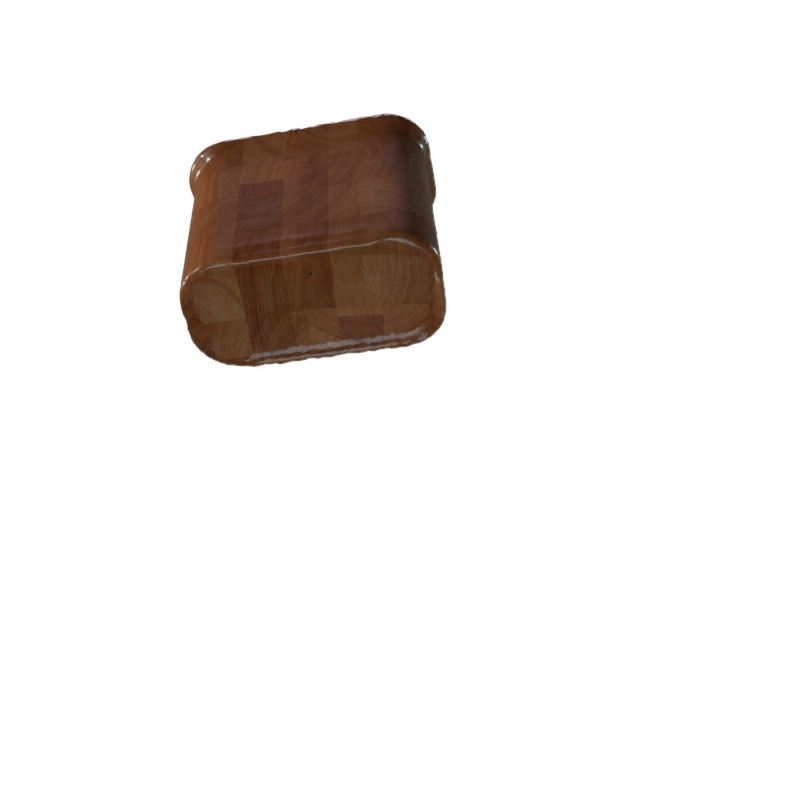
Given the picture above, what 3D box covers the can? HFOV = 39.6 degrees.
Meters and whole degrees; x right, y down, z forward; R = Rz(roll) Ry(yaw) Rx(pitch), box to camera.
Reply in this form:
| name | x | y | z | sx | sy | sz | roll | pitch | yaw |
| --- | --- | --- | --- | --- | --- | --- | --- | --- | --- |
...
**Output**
| name | x | y | z | sx | sy | sz | roll | pitch | yaw |
| --- | --- | --- | --- | --- | --- | --- | --- | --- | --- |
| can | -0.034 | -0.062 | 0.435 | 0.102 | 0.053 | 0.090 | -8 | 40 | 5 |
